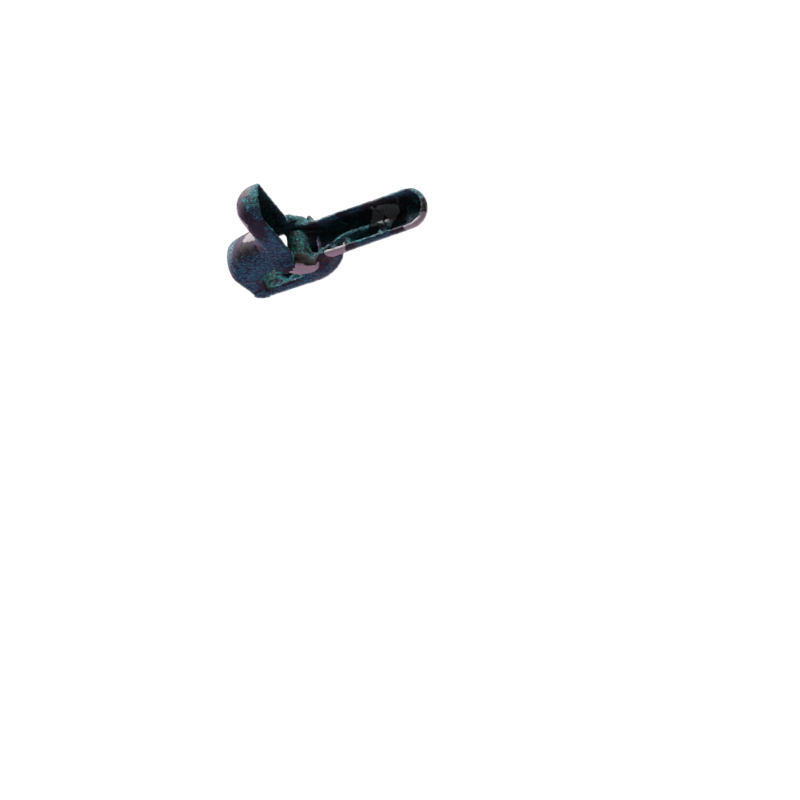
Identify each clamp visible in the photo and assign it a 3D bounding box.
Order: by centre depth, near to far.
[{"bbox_3d":[-0.057,-0.104,0.729,0.118,0.040,0.169,2,-10,-14],"label":"clamp"}]
